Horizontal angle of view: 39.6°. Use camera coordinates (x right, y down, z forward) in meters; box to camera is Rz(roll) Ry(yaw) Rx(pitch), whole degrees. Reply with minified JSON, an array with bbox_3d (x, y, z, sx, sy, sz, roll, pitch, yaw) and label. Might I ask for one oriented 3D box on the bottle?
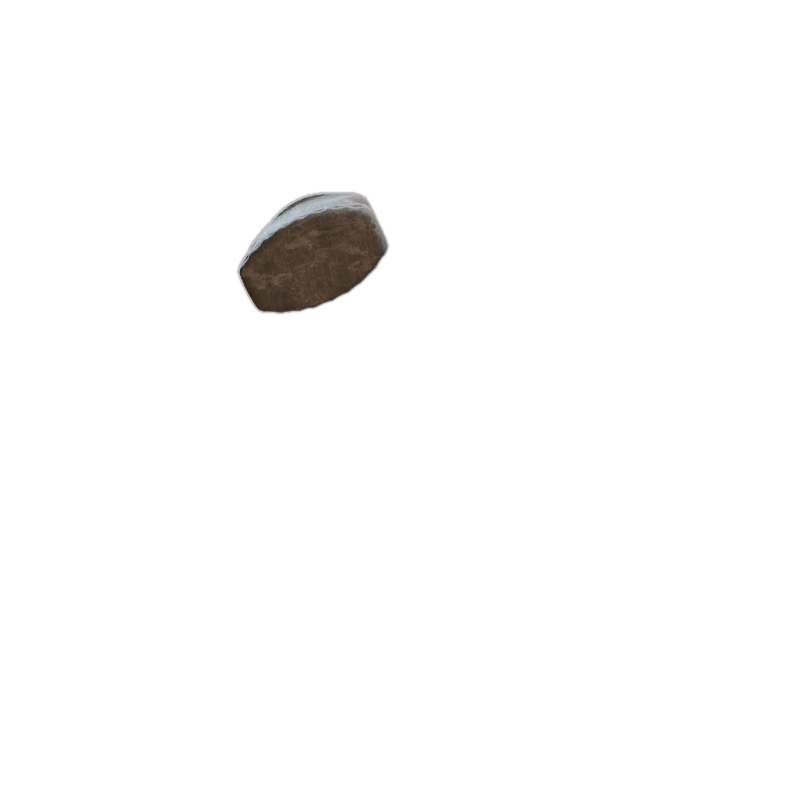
[{"bbox_3d":[-0.062,-0.113,0.795,0.096,0.057,0.197,-27,15,3],"label":"bottle"}]
